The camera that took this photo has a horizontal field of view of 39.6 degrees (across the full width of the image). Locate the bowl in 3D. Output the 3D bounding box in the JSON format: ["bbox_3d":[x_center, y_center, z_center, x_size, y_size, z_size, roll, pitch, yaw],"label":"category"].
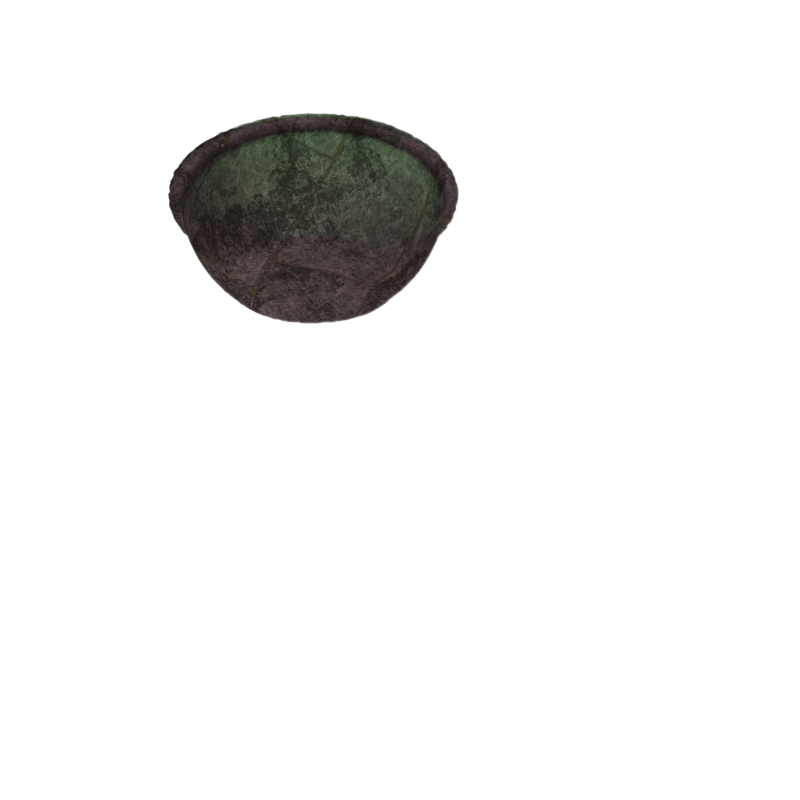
[{"bbox_3d":[-0.048,-0.087,0.607,0.162,0.058,0.153,1,-27,-2],"label":"bowl"}]
